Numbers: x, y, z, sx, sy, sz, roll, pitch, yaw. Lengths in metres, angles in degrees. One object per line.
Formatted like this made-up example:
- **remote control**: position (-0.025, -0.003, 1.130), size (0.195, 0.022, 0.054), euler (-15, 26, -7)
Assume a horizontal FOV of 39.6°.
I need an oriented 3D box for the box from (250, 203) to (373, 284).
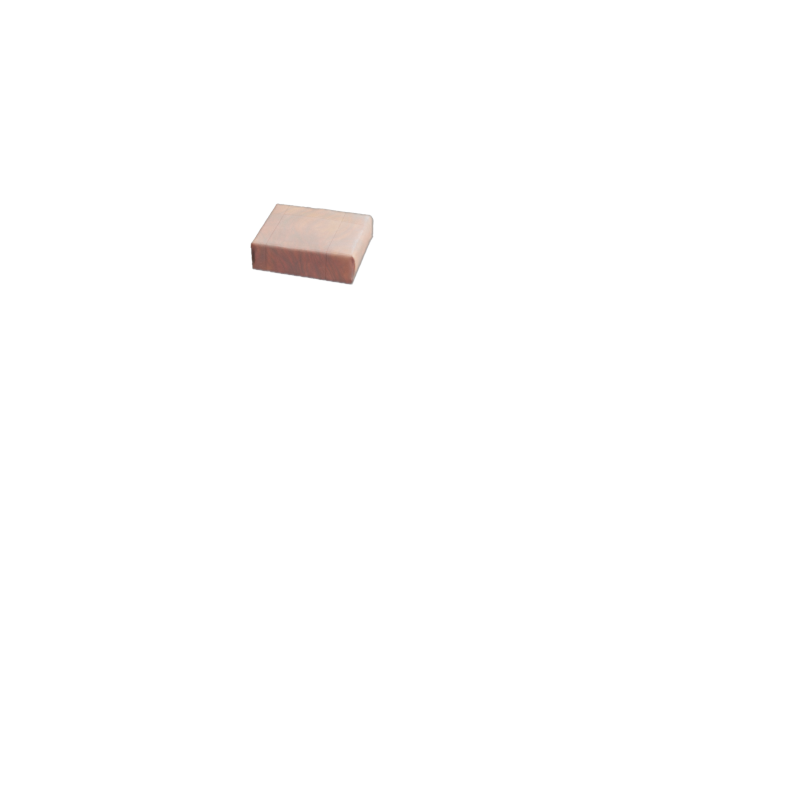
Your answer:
- **box**: position (-0.073, -0.134, 0.936), size (0.091, 0.028, 0.076), euler (8, 36, 11)
